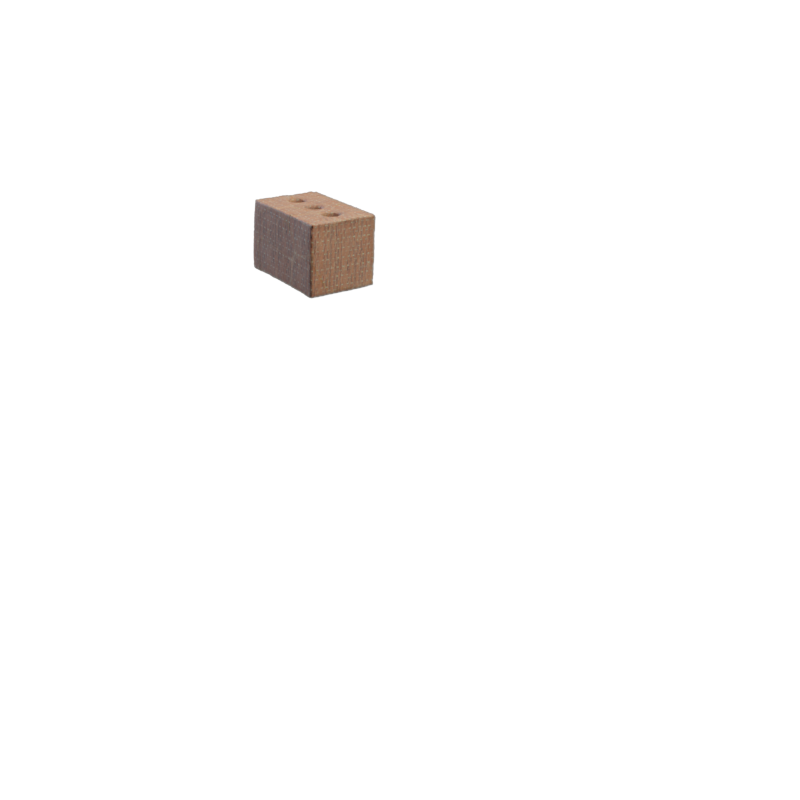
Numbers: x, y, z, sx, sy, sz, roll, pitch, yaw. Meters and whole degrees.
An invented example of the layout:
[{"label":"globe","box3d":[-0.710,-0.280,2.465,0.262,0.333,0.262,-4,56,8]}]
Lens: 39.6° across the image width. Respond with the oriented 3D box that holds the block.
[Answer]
[{"label":"block","box3d":[-0.059,-0.108,0.760,0.052,0.049,0.083,-13,26,-32]}]
